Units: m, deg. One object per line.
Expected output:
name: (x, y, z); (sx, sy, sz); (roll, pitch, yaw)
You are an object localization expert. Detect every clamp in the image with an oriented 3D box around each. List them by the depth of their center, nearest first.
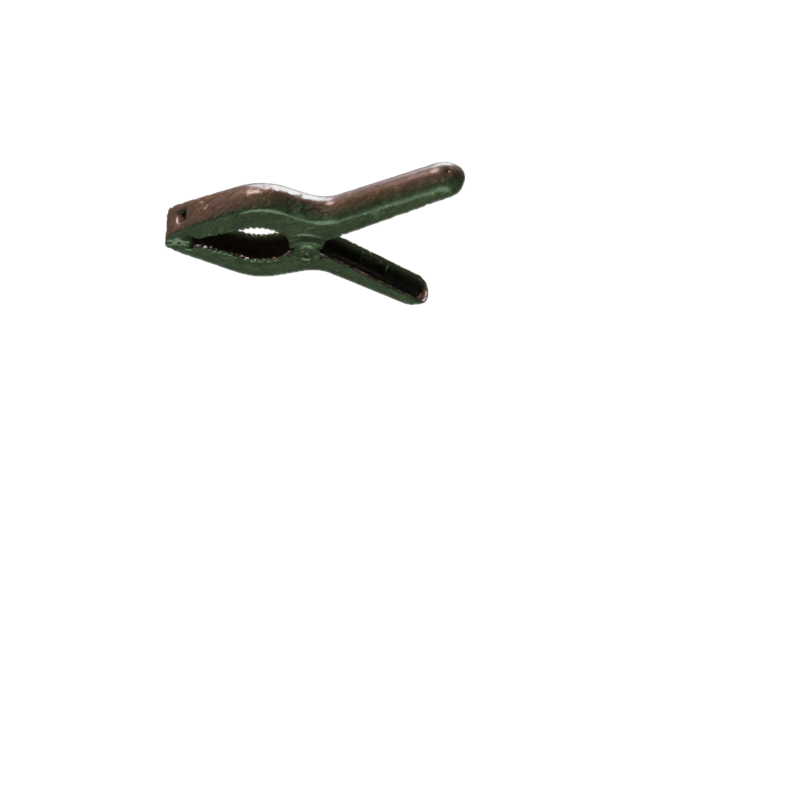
clamp: (-0.063, -0.116, 0.809); (0.210, 0.039, 0.154); (-1, -29, 1)
